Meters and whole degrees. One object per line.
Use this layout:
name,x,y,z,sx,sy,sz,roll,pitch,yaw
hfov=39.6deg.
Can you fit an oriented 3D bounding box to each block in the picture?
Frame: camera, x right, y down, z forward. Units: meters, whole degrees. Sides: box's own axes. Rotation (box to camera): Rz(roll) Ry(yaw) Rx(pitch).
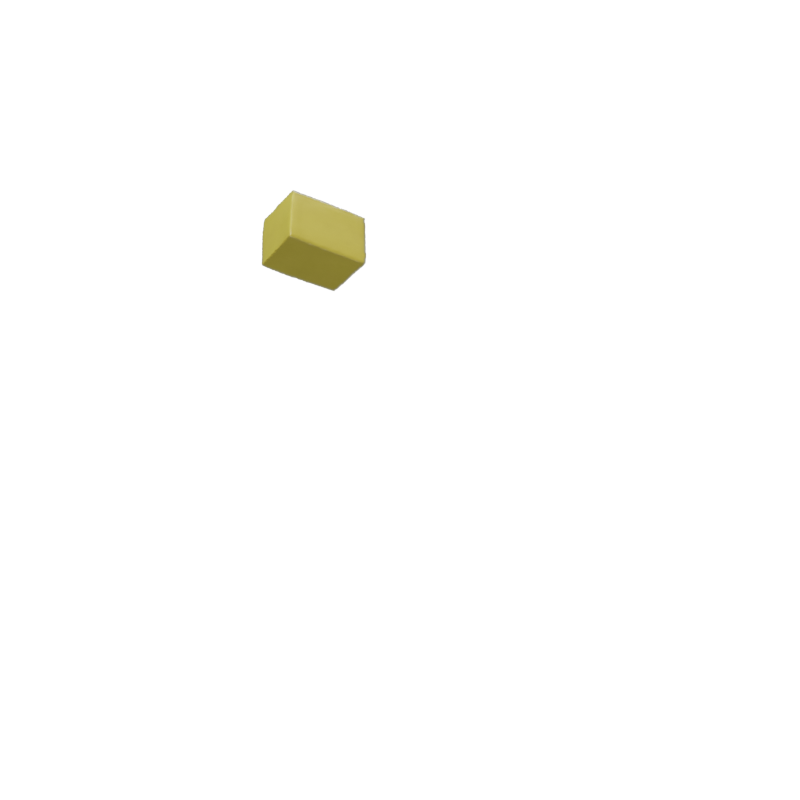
block,-0.076,-0.139,0.972,0.074,0.055,0.052,19,-38,-28
